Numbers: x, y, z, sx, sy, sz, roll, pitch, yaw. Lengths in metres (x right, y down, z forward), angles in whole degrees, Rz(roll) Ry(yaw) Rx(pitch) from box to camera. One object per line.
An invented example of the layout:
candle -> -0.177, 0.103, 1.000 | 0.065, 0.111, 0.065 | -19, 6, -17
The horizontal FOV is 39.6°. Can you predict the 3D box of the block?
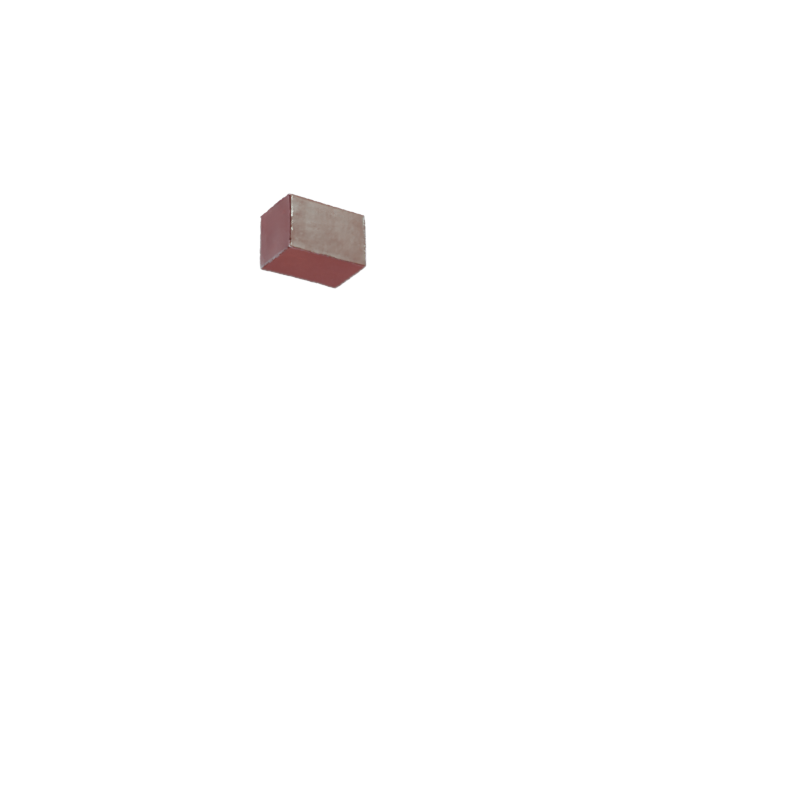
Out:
block -> -0.074, -0.135, 0.947 | 0.074, 0.054, 0.052 | 14, -27, -31
